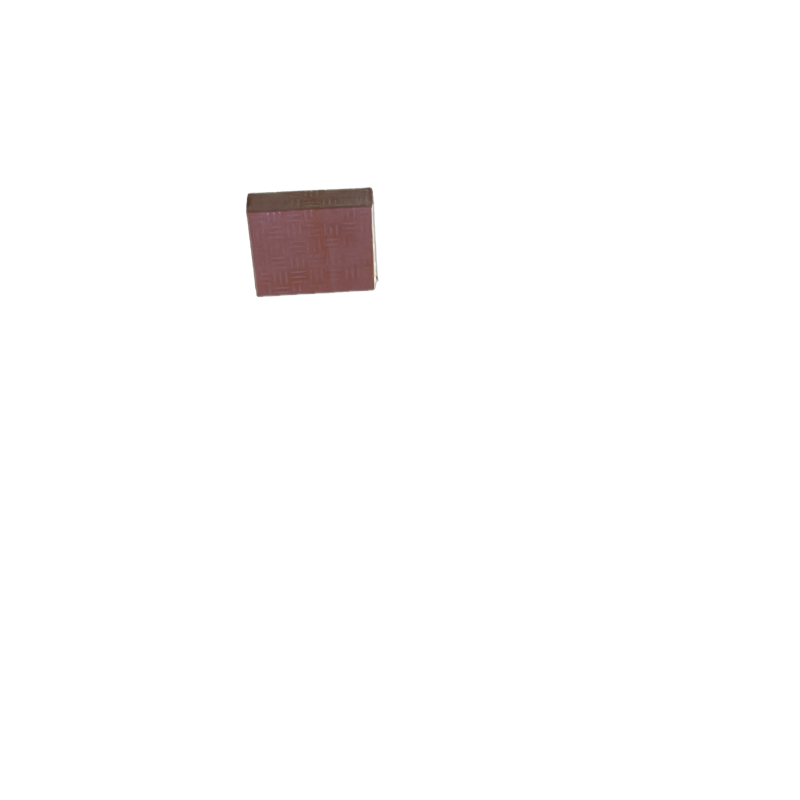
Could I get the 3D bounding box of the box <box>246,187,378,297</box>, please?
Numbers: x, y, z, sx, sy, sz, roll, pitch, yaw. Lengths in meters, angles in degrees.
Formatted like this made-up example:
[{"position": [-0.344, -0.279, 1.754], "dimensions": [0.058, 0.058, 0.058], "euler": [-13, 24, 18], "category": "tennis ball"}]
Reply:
[{"position": [-0.061, -0.112, 0.787], "dimensions": [0.089, 0.068, 0.032], "euler": [-3, 37, 2], "category": "box"}]
